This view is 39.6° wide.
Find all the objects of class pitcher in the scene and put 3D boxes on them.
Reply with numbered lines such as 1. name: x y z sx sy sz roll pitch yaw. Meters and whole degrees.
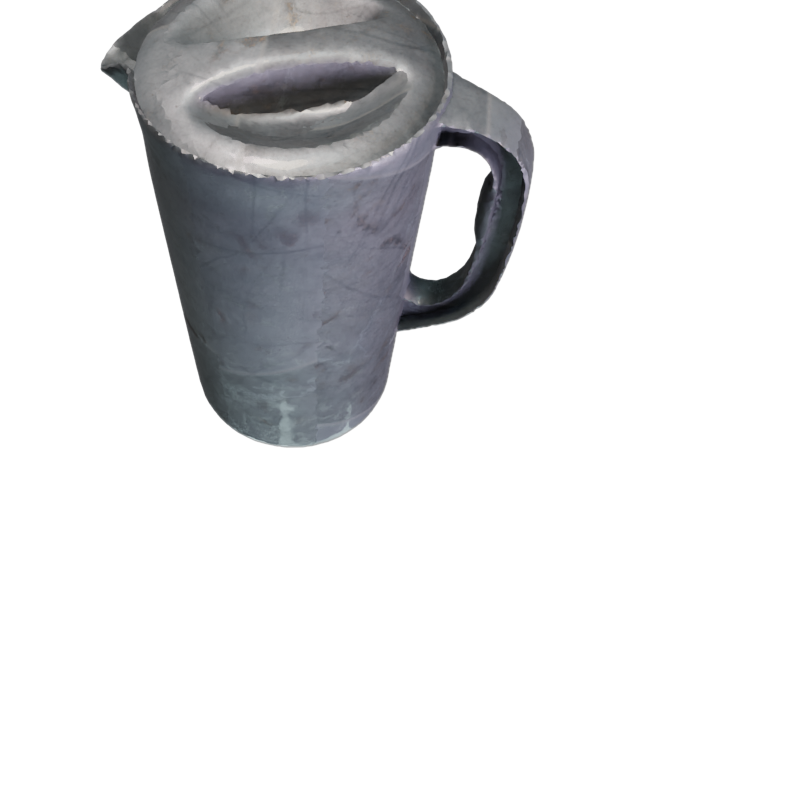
1. pitcher: -0.042 -0.077 0.536 0.144 0.160 0.227 -27 -29 -20
